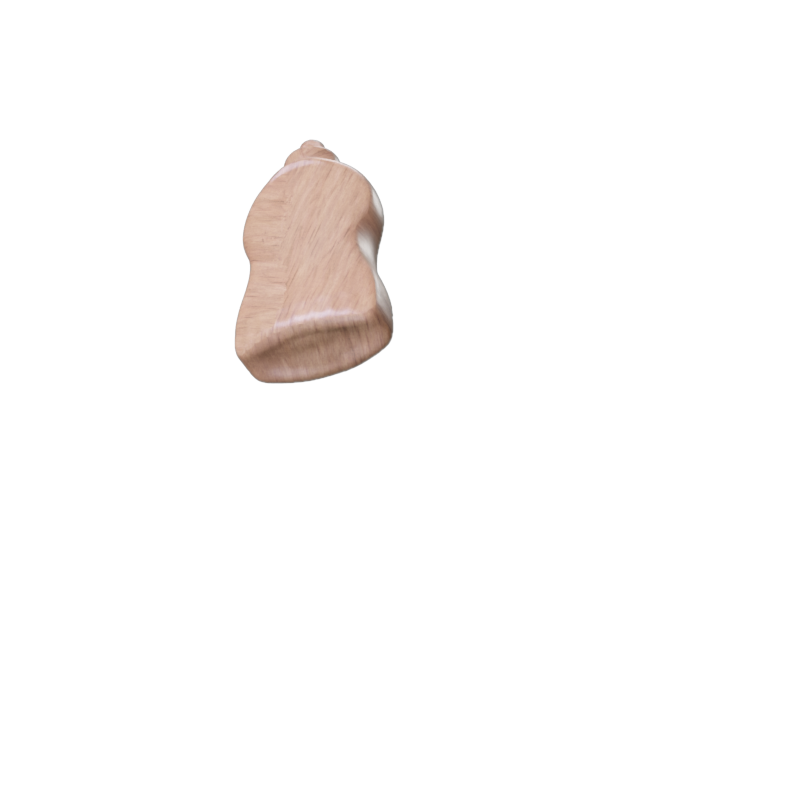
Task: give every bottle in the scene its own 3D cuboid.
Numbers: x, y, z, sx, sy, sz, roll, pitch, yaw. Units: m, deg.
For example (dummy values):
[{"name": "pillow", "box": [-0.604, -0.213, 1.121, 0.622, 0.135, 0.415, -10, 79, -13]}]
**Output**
[{"name": "bottle", "box": [-0.058, -0.105, 0.733, 0.097, 0.206, 0.054, -19, -44, 17]}]
